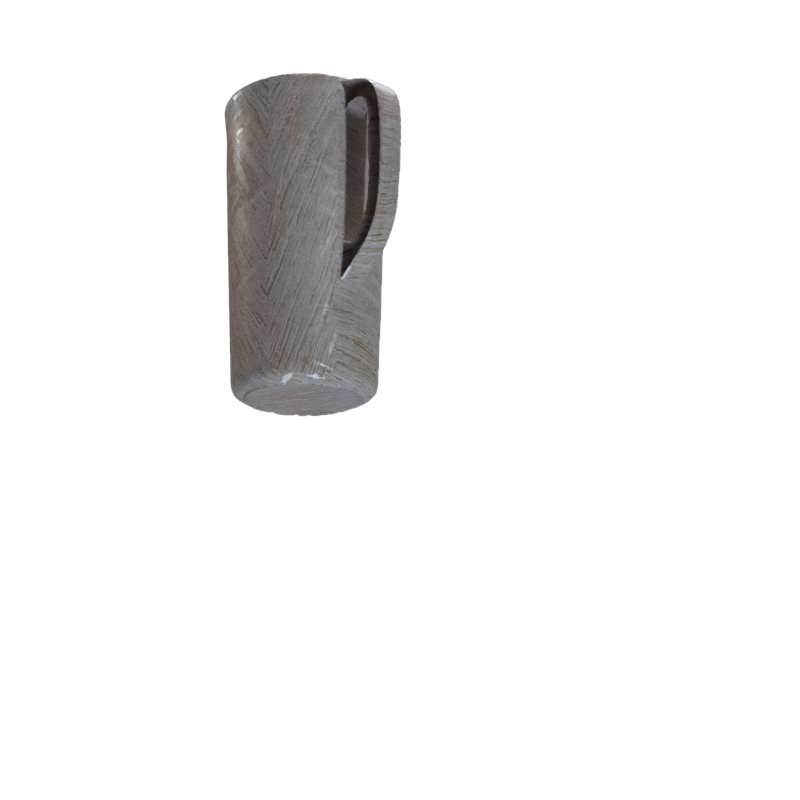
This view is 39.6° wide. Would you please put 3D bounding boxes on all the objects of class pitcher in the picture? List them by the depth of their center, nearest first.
[{"bbox_3d":[-0.066,-0.120,0.841,0.146,0.255,0.141,-3,-21,5],"label":"pitcher"}]
